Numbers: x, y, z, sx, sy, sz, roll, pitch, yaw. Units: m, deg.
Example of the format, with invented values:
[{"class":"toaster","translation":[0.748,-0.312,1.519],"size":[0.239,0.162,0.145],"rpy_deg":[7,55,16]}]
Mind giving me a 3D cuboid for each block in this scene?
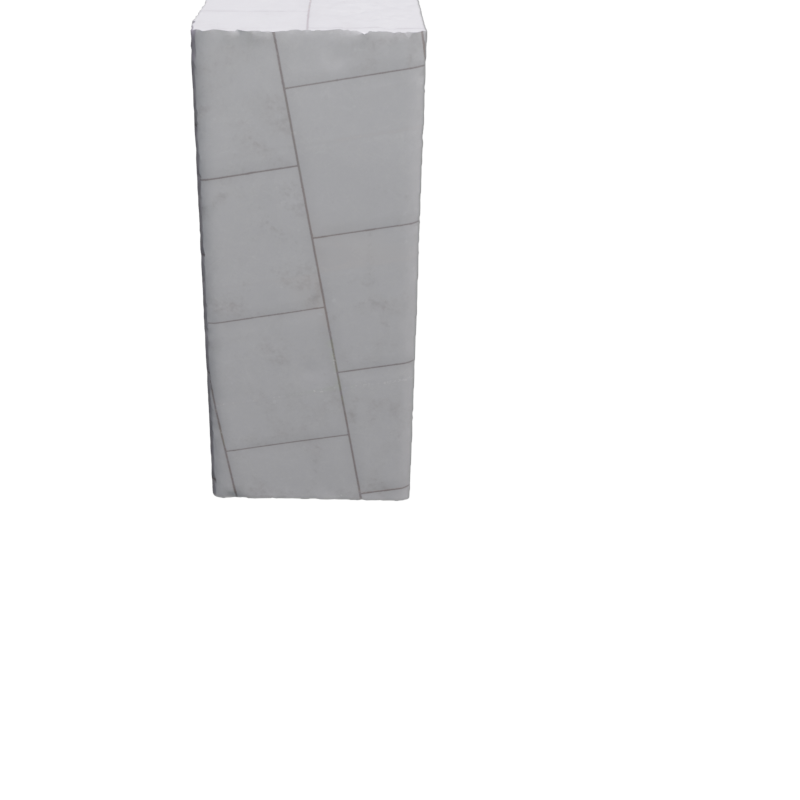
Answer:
[{"class":"block","translation":[-0.038,-0.069,0.483],"size":[0.090,0.195,0.096],"rpy_deg":[1,26,-2]}]
